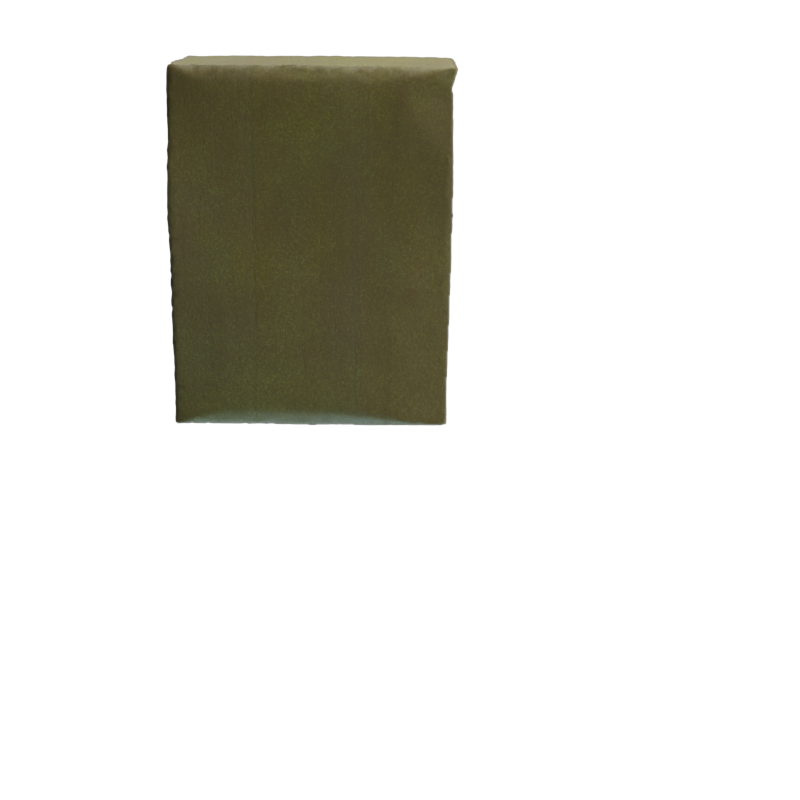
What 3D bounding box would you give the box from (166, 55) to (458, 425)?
[{"bbox_3d":[-0.051,-0.094,0.655,0.165,0.207,0.074,2,14,3],"label":"box"}]
